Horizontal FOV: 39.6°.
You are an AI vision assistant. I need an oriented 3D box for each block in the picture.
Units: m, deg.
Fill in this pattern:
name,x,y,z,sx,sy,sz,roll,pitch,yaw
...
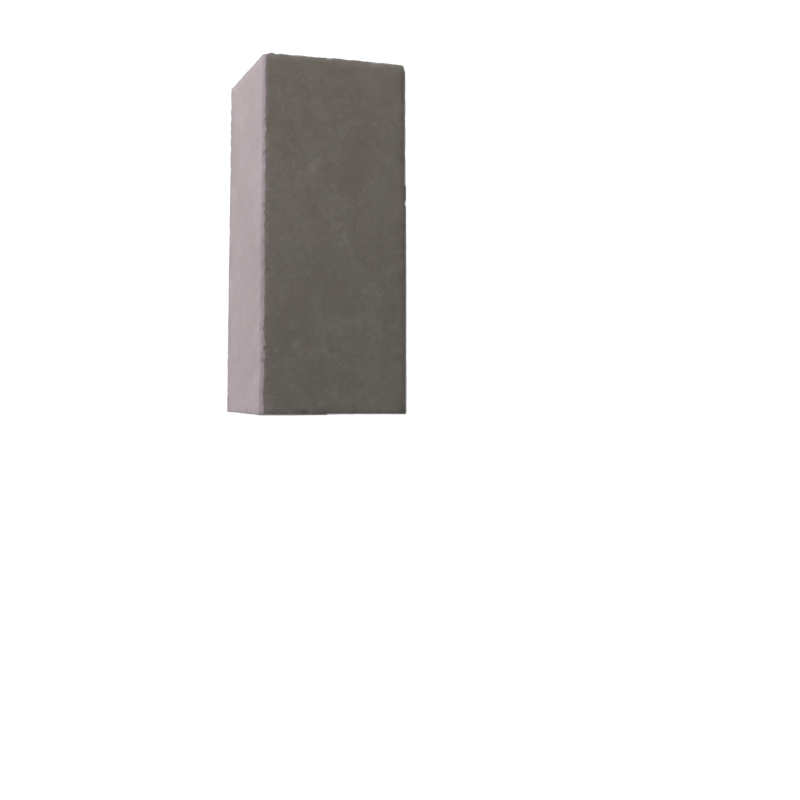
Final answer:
name,x,y,z,sx,sy,sz,roll,pitch,yaw
block,-0.052,-0.096,0.675,0.088,0.210,0.092,2,-6,-20
